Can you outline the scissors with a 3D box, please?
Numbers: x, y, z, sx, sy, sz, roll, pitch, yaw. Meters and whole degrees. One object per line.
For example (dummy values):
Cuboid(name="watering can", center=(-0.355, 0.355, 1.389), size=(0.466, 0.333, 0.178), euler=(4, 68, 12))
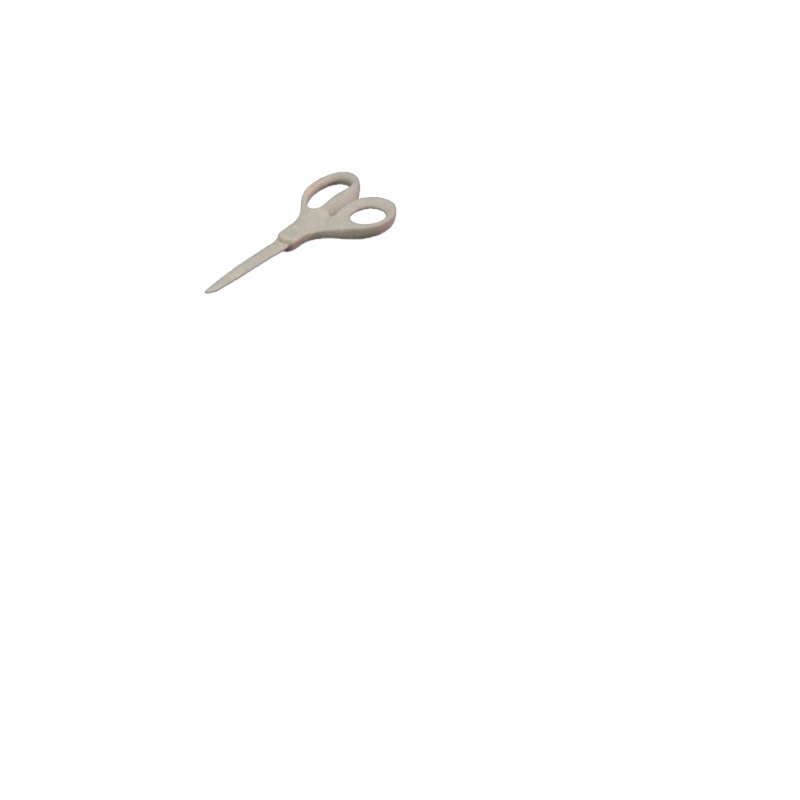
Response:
Cuboid(name="scissors", center=(-0.074, -0.136, 0.951), size=(0.100, 0.015, 0.209), euler=(17, 46, 17))
